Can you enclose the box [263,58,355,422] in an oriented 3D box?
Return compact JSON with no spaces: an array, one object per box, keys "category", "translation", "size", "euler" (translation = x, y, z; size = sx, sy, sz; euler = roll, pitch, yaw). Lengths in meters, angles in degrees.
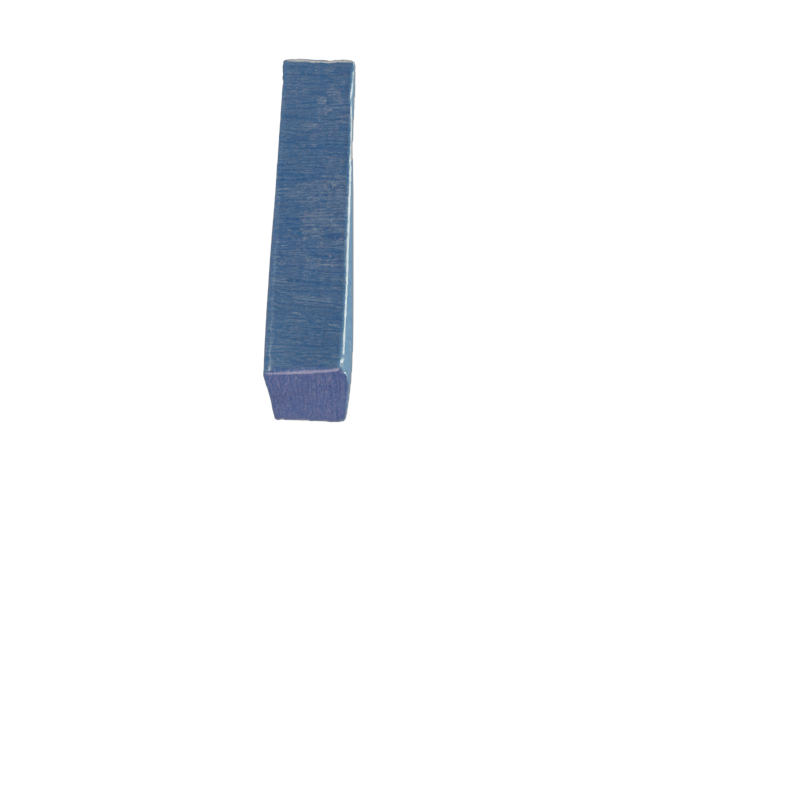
[{"category":"box","translation":[-0.047,-0.085,0.599],"size":[0.048,0.185,0.089],"euler":[-1,-21,-3]}]
